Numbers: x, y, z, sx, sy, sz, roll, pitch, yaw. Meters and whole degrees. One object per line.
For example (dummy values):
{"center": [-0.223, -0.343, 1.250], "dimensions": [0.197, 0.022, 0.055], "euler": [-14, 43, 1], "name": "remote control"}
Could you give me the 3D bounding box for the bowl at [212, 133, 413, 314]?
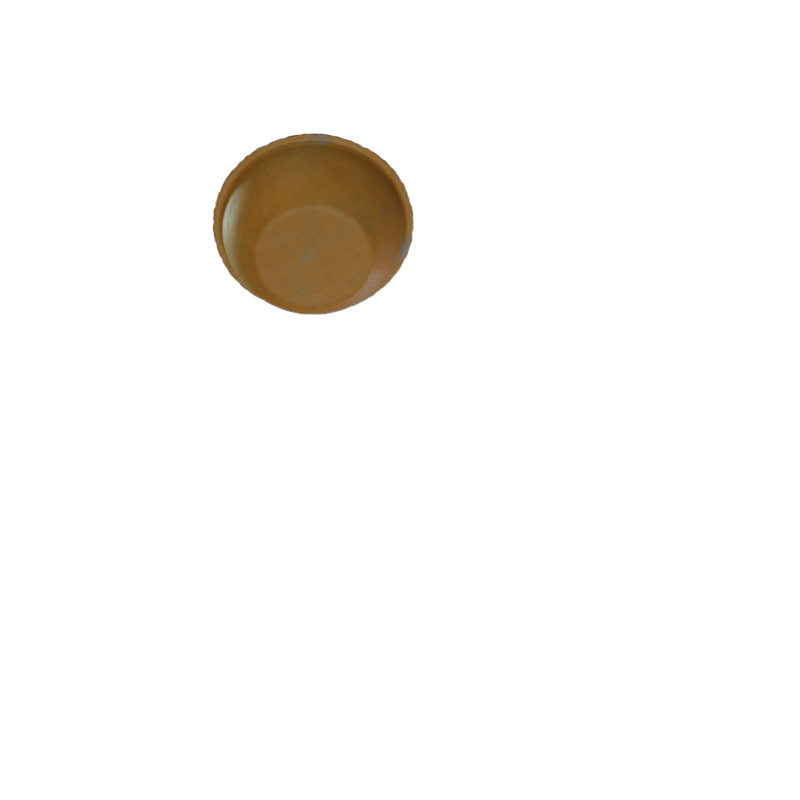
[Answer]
{"center": [-0.068, -0.124, 0.868], "dimensions": [0.162, 0.152, 0.058], "euler": [1, 31, -1], "name": "bowl"}
